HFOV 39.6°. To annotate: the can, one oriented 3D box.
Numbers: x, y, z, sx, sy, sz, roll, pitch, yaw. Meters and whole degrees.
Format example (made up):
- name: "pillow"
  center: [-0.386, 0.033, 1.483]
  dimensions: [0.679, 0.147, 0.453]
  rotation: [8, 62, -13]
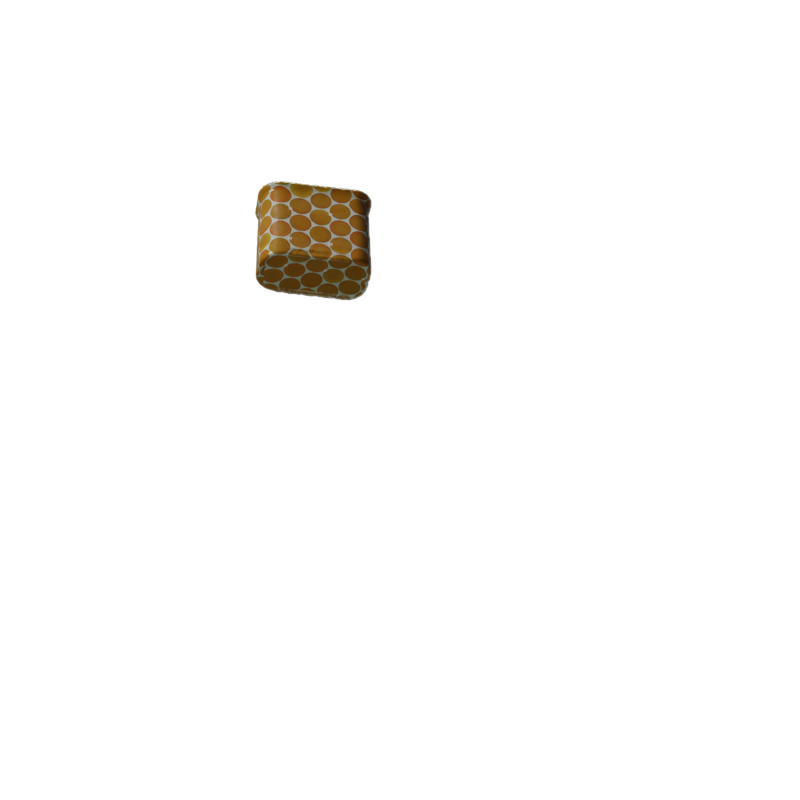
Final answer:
- name: "can"
  center: [-0.075, -0.137, 0.962]
  dimensions: [0.101, 0.090, 0.054]
  rotation: [5, -39, -9]
